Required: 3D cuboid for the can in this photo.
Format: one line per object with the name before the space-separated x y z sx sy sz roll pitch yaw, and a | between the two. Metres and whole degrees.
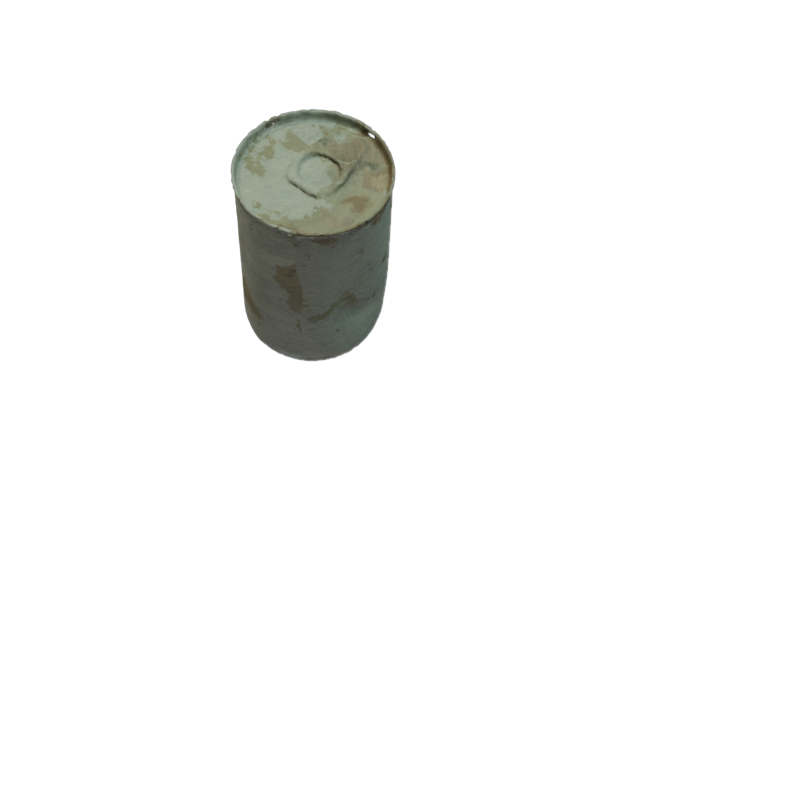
can | -0.039 -0.071 0.496 0.068 0.073 0.096 0 -32 -3
